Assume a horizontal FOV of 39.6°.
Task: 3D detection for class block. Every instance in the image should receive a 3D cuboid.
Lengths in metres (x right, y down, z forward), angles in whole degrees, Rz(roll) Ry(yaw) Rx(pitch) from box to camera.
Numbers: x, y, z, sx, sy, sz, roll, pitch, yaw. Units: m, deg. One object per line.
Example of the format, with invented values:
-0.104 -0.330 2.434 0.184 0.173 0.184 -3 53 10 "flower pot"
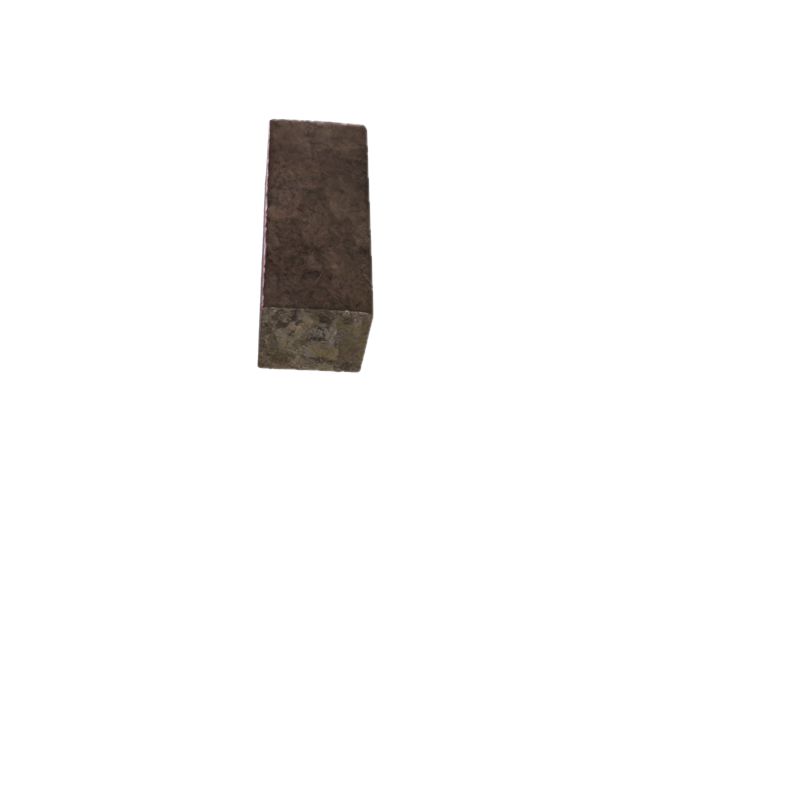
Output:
-0.074 -0.137 0.960 0.089 0.221 0.085 2 -36 -7 "block"
